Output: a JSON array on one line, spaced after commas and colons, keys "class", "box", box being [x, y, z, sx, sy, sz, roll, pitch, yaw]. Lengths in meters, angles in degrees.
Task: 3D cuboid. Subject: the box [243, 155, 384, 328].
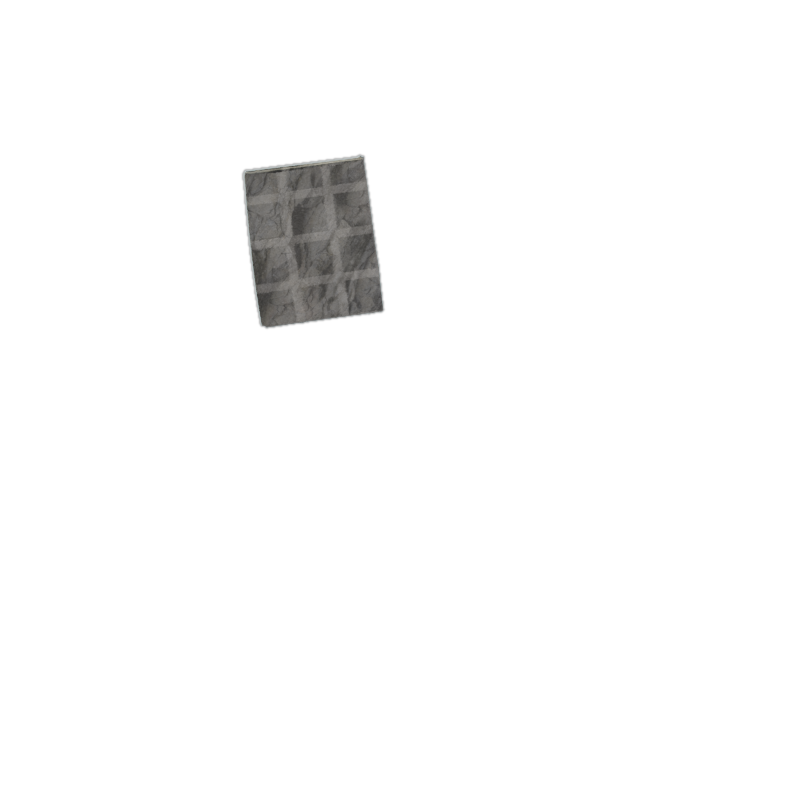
[{"class": "box", "box": [-0.062, -0.113, 0.792, 0.090, 0.111, 0.040, -7, 8, 0]}]
